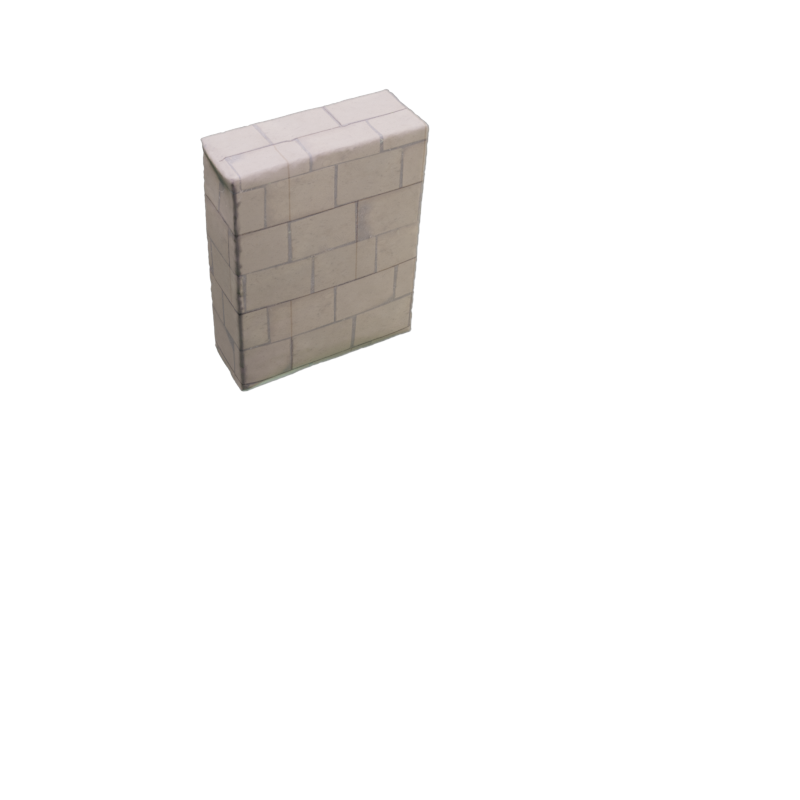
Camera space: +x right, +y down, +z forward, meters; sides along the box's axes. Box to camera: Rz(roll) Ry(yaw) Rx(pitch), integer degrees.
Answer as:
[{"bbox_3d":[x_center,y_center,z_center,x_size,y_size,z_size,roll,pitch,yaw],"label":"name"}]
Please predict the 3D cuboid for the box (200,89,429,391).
[{"bbox_3d":[-0.069,-0.126,0.885,0.162,0.199,0.078,-19,46,-23],"label":"box"}]
